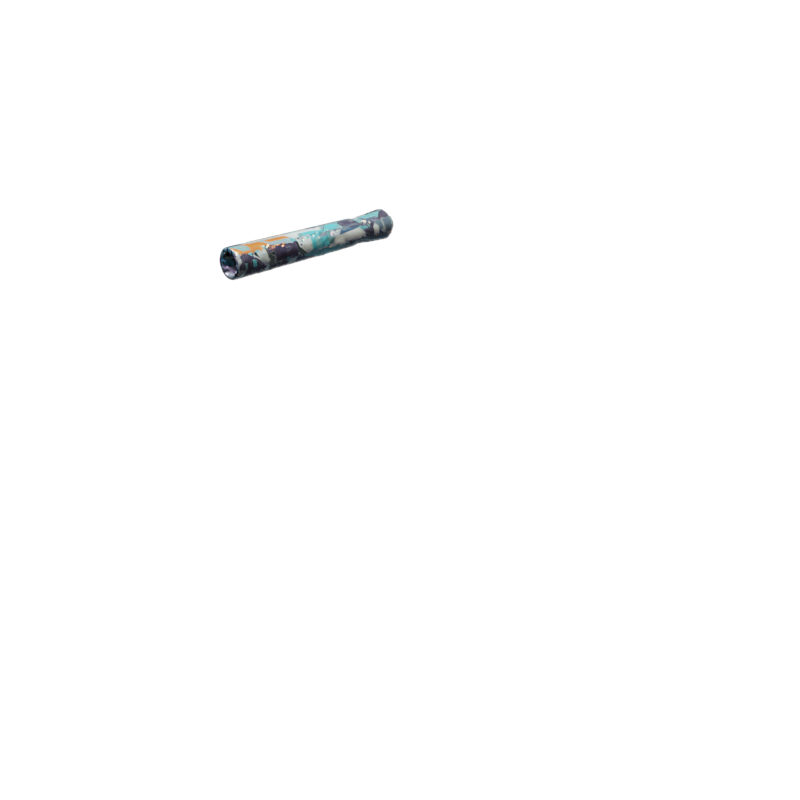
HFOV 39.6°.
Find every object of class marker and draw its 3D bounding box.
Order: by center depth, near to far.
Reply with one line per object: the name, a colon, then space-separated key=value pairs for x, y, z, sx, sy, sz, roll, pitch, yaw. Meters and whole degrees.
marker: x=-0.050 y=-0.092 z=0.645 sx=0.119 sy=0.019 sz=0.021 roll=-21 pitch=17 yaw=-38
